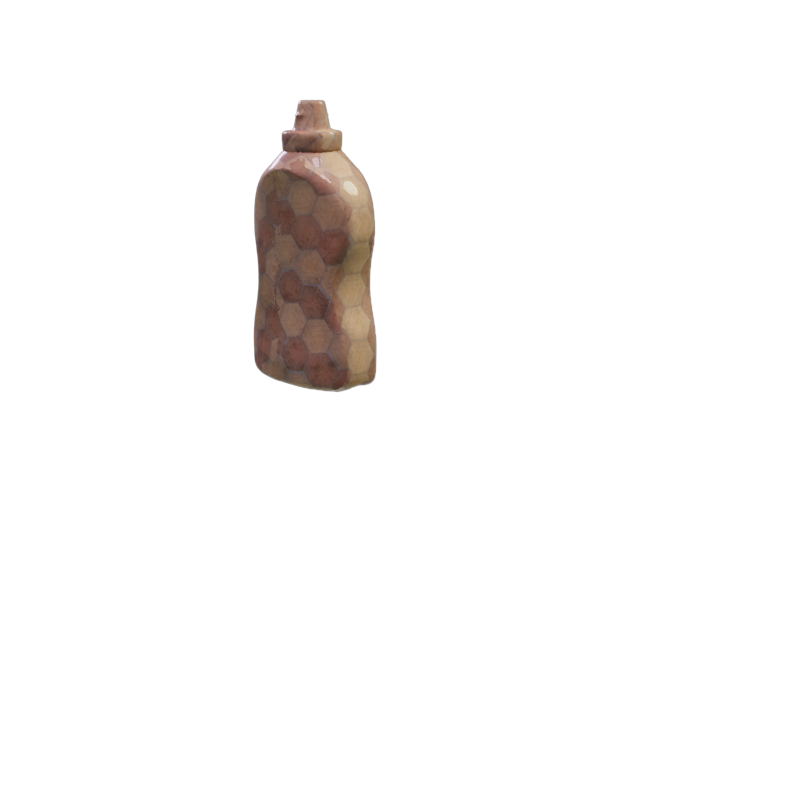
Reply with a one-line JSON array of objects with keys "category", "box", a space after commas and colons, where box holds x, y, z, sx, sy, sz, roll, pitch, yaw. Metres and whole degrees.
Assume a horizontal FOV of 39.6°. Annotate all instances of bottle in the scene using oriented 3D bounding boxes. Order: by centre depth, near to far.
[{"category": "bottle", "box": [-0.060, -0.108, 0.756, 0.057, 0.188, 0.101, -8, 13, -43]}]
